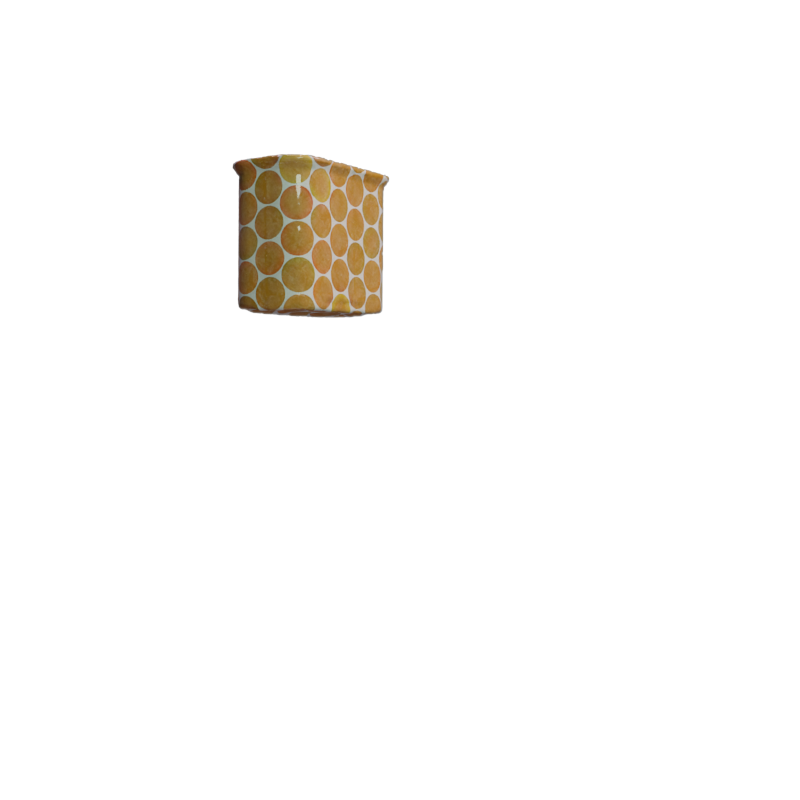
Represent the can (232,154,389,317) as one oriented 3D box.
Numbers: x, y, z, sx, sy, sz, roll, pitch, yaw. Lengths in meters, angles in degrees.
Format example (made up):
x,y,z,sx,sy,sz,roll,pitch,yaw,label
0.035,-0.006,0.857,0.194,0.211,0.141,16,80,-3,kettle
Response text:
x,y,z,sx,sy,sz,roll,pitch,yaw,label
-0.050,-0.091,0.640,0.059,0.085,0.098,-3,-3,32,can
